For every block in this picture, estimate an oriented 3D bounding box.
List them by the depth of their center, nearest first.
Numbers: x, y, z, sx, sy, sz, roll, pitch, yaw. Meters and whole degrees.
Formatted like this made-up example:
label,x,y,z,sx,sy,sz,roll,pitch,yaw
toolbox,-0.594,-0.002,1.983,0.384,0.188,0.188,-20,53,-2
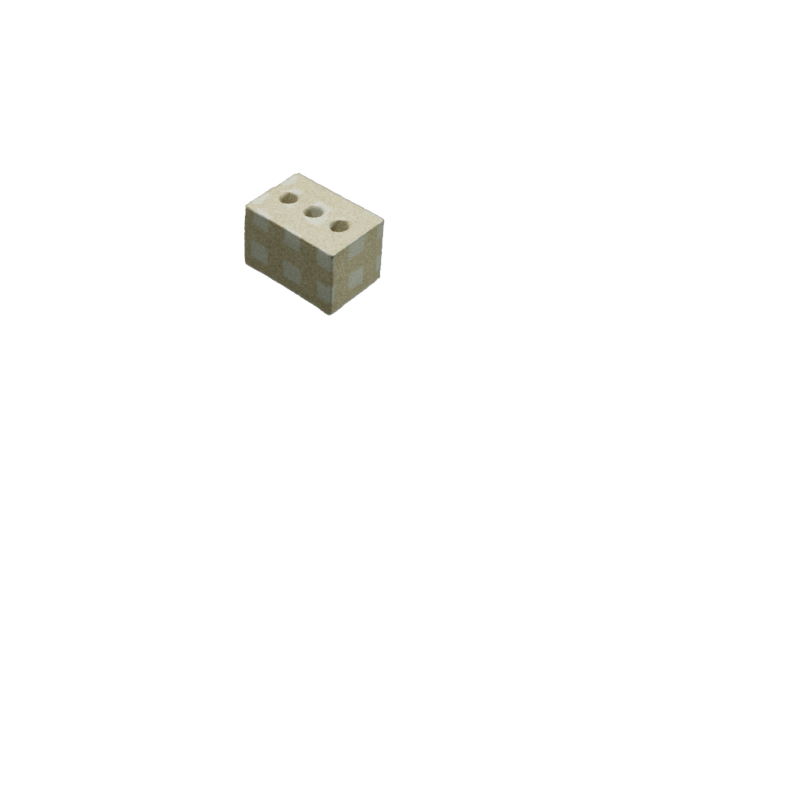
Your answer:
label,x,y,z,sx,sy,sz,roll,pitch,yaw
block,-0.056,-0.102,0.718,0.083,0.048,0.053,31,50,28
